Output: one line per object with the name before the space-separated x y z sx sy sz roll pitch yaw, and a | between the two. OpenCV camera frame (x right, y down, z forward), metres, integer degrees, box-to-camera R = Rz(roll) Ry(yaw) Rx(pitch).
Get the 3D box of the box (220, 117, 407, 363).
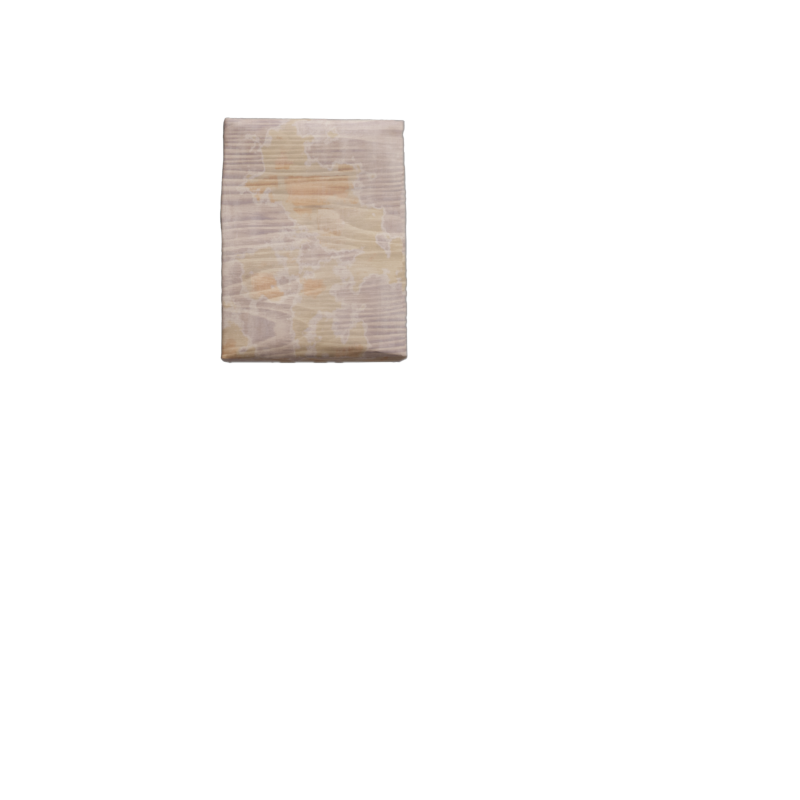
box | -0.077 -0.141 0.985 0.163 0.217 0.071 0 -7 -4
